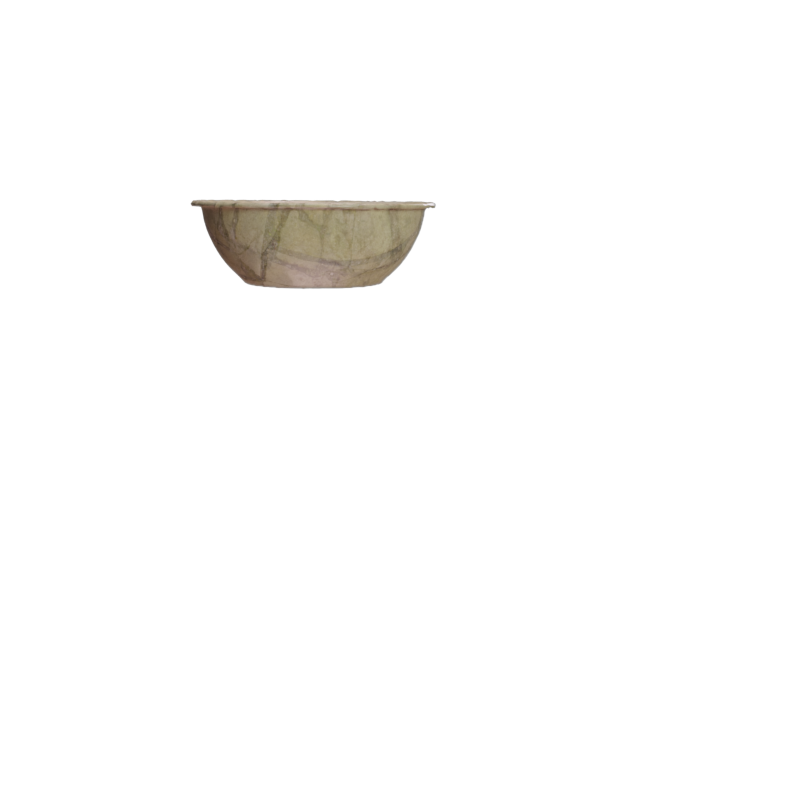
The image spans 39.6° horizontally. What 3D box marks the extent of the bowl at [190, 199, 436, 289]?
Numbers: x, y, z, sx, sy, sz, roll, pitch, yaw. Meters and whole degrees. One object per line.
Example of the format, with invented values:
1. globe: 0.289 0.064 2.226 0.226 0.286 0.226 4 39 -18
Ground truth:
1. bowl: -0.057 -0.105 0.732 0.162 0.054 0.165 0 10 -2
